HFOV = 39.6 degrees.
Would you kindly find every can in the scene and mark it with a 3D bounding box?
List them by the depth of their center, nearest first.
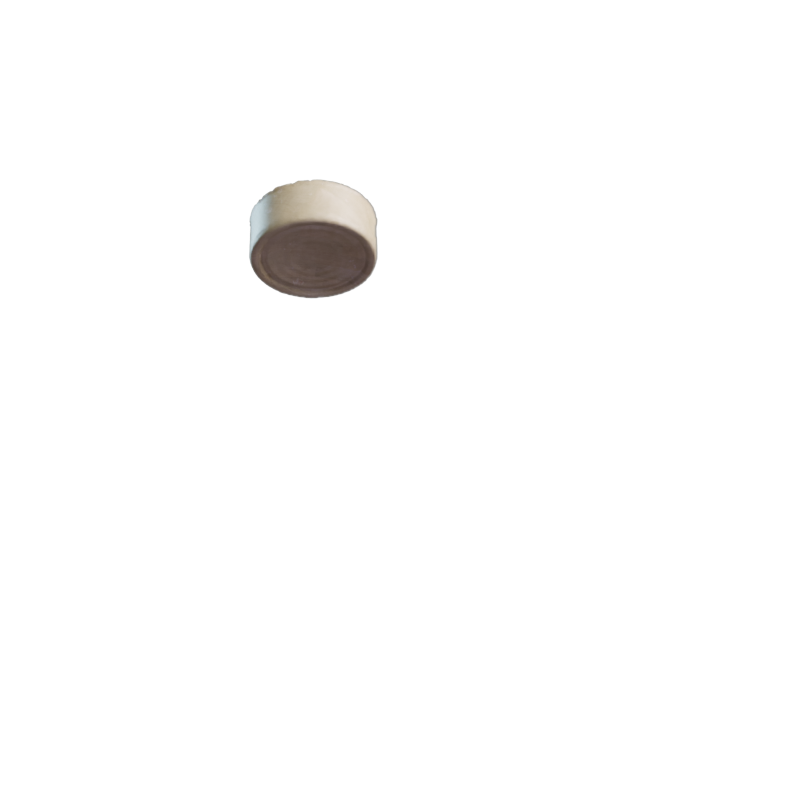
[{"bbox_3d":[-0.057,-0.105,0.734,0.086,0.036,0.080,1,-35,-2],"label":"can"}]
